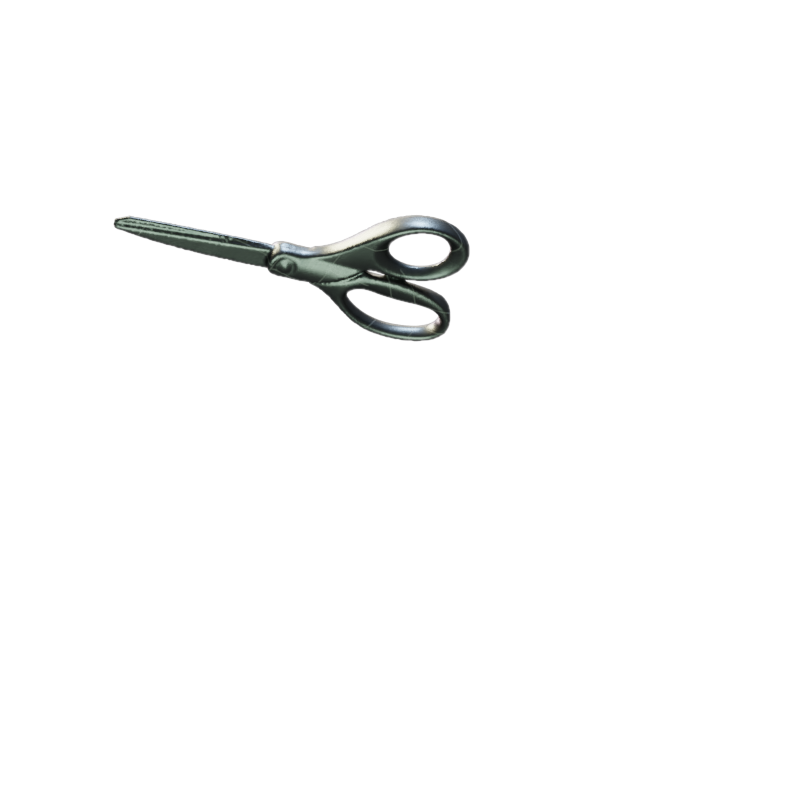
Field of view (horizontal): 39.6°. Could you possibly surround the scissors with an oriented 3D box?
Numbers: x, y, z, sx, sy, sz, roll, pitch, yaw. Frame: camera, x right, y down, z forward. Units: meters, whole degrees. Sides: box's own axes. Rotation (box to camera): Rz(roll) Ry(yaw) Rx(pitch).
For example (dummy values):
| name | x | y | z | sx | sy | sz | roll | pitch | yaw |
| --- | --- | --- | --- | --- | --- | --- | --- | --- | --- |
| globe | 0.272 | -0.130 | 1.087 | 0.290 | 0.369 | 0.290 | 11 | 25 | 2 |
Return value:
| name | x | y | z | sx | sy | sz | roll | pitch | yaw |
| --- | --- | --- | --- | --- | --- | --- | --- | --- | --- |
| scissors | -0.048 | -0.088 | 0.618 | 0.193 | 0.017 | 0.093 | 24 | -52 | -21 |
